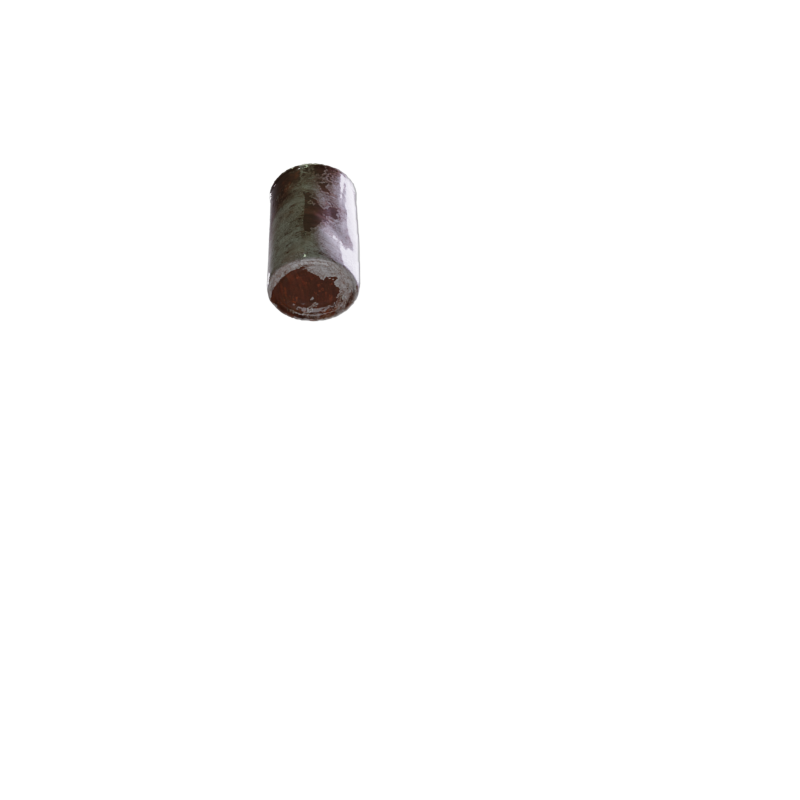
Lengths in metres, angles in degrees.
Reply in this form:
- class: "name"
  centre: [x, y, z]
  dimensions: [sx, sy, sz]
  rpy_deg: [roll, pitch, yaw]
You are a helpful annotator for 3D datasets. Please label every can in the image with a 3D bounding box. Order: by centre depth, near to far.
- class: "can"
  centre: [-0.064, -0.118, 0.824]
  dimensions: [0.068, 0.110, 0.064]
  rpy_deg: [-1, -42, -3]
